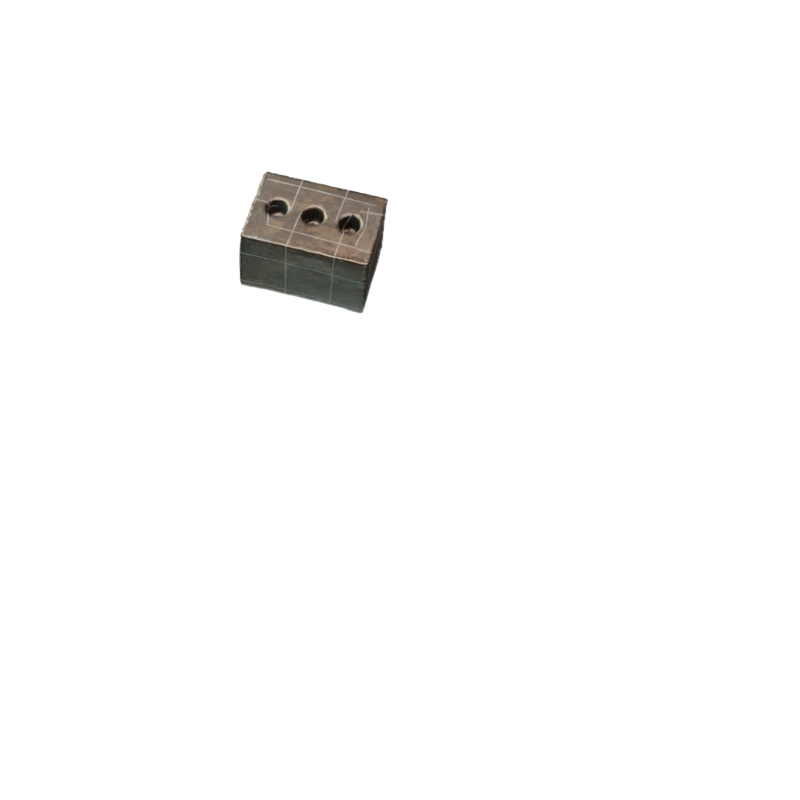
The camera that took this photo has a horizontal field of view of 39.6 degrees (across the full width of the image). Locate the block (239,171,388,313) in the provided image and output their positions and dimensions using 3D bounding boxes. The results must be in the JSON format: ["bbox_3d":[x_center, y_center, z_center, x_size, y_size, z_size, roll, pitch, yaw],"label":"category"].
[{"bbox_3d":[-0.052,-0.094,0.658,0.079,0.055,0.048,13,-32,7],"label":"block"}]
